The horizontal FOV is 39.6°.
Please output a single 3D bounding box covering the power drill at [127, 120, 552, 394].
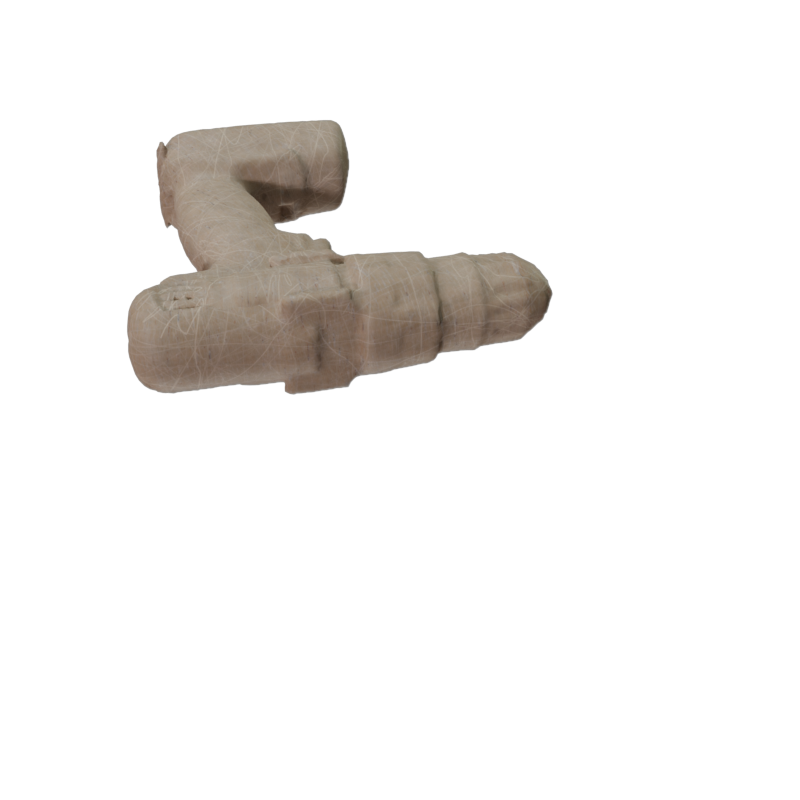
[{"bbox_3d":[-0.042,-0.076,0.535,0.182,0.054,0.202,-7,34,-11],"label":"power drill"}]
